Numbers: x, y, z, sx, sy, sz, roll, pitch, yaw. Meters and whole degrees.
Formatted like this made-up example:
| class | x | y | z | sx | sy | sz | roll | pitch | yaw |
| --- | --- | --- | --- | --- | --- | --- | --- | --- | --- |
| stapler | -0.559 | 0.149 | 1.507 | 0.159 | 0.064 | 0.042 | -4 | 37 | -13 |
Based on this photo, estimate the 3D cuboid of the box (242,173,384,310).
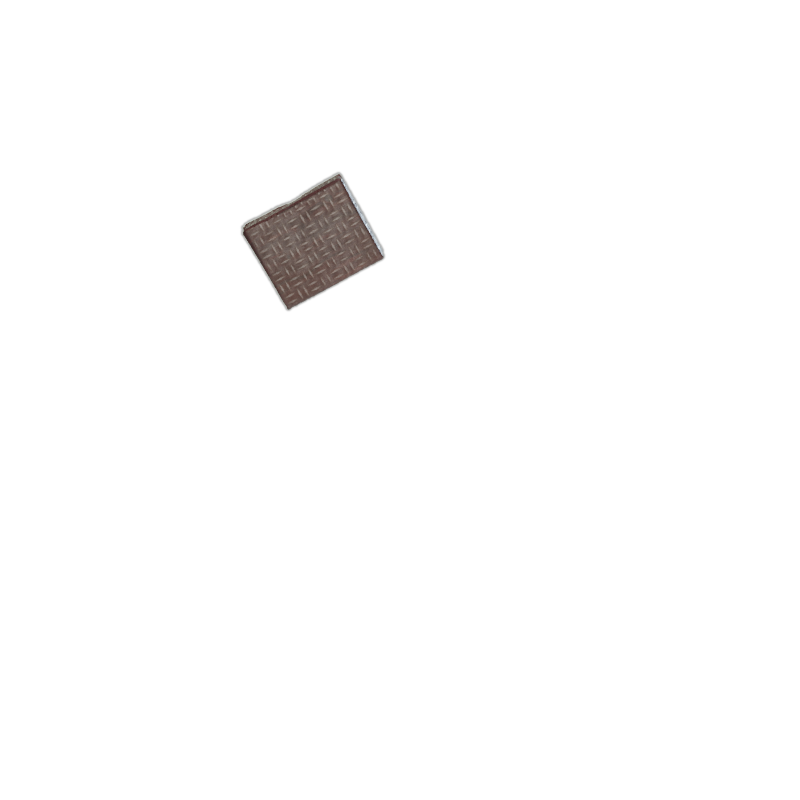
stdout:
| class | x | y | z | sx | sy | sz | roll | pitch | yaw |
| --- | --- | --- | --- | --- | --- | --- | --- | --- | --- |
| box | -0.068 | -0.124 | 0.866 | 0.089 | 0.071 | 0.031 | -28 | 13 | 6 |
